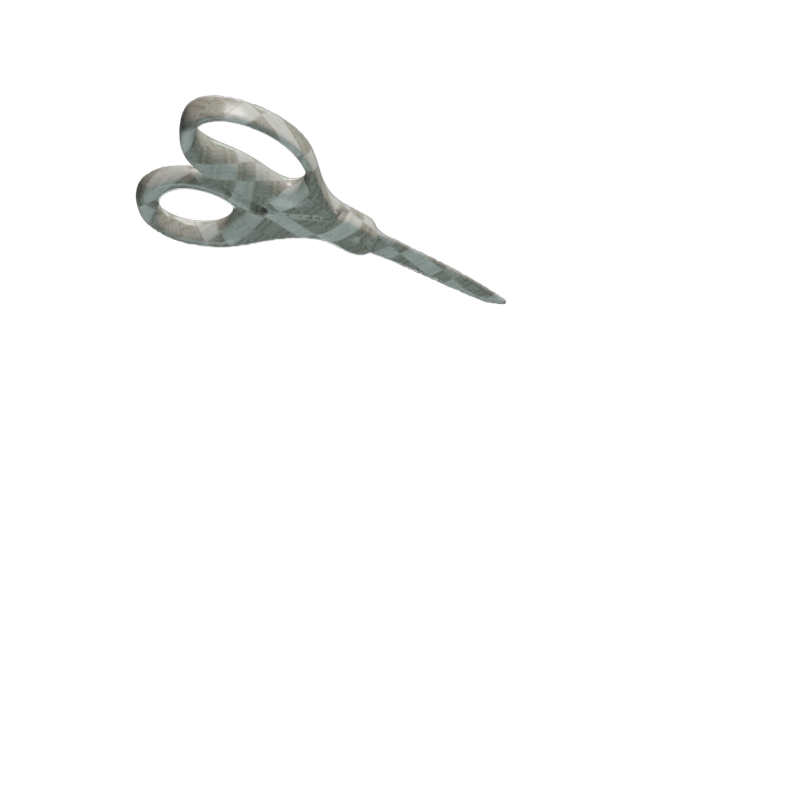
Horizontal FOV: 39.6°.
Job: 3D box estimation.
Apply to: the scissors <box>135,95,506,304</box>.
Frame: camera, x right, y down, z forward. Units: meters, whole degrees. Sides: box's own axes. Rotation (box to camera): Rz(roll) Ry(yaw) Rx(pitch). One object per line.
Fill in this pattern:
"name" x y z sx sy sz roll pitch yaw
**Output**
"scissors" -0.041 -0.076 0.529 0.097 0.017 0.187 -22 -39 30
